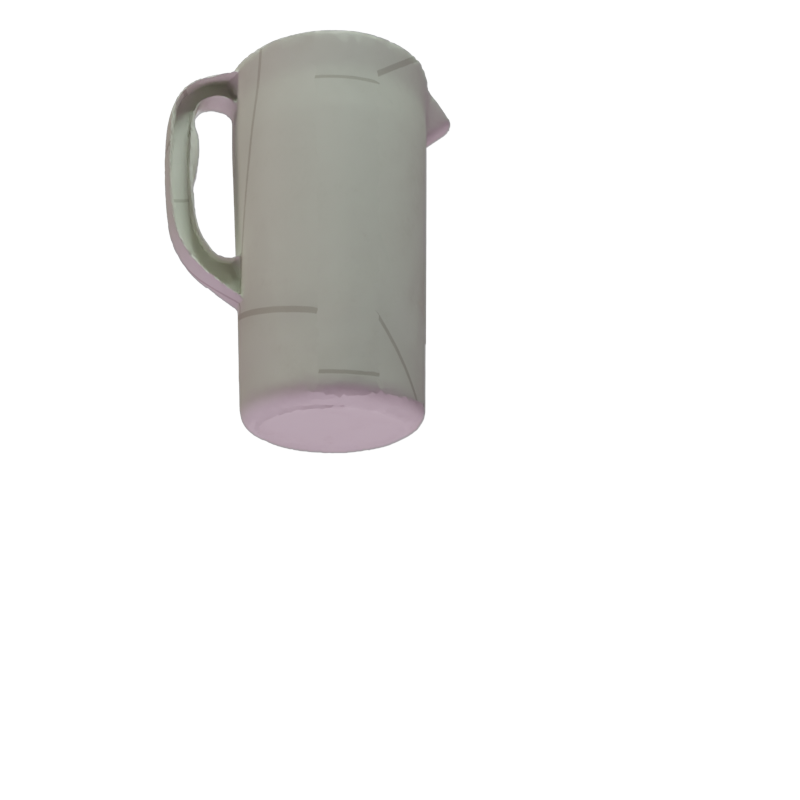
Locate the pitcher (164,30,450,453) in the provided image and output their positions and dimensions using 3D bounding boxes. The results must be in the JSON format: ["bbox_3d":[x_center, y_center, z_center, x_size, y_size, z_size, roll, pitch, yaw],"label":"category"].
[{"bbox_3d":[-0.054,-0.099,0.690,0.151,0.257,0.135,-13,-27,24],"label":"pitcher"}]
